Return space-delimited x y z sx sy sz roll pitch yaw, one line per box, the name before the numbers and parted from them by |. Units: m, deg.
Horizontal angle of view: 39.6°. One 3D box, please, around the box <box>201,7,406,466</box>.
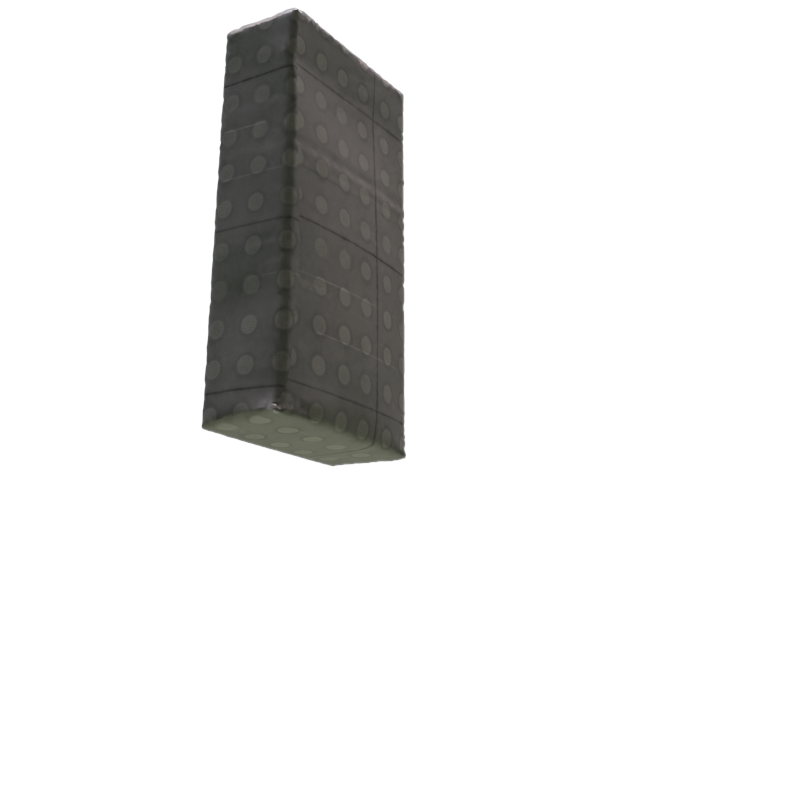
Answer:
box | -0.037 -0.068 0.477 0.049 0.185 0.087 -15 -25 30
